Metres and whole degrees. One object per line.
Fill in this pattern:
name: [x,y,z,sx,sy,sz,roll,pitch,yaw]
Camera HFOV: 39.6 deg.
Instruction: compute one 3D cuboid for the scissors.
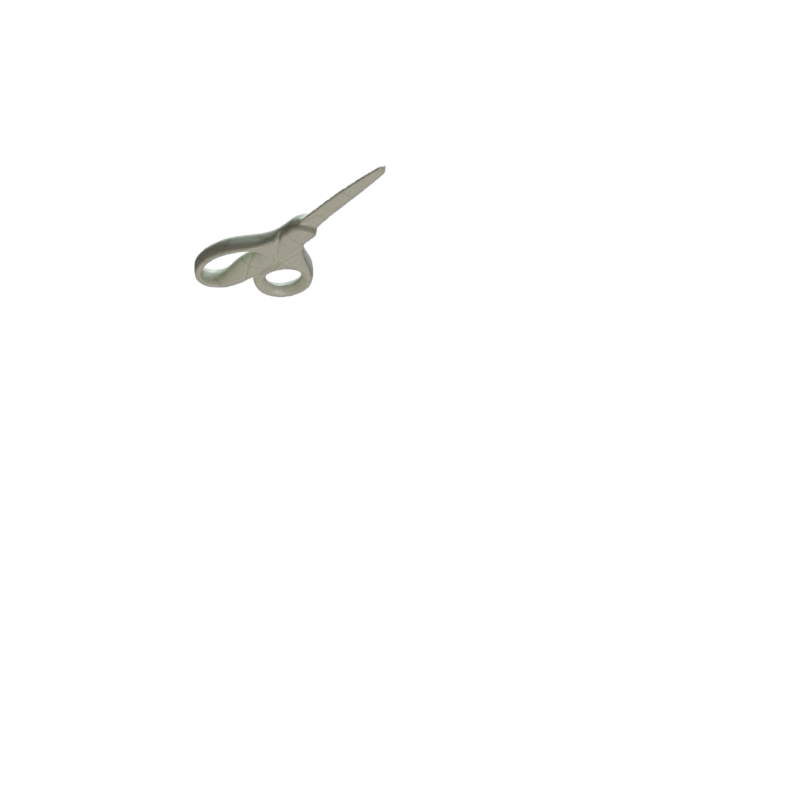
scissors: [-0.061,-0.112,0.784,0.204,0.017,0.090,-16,-26,36]
